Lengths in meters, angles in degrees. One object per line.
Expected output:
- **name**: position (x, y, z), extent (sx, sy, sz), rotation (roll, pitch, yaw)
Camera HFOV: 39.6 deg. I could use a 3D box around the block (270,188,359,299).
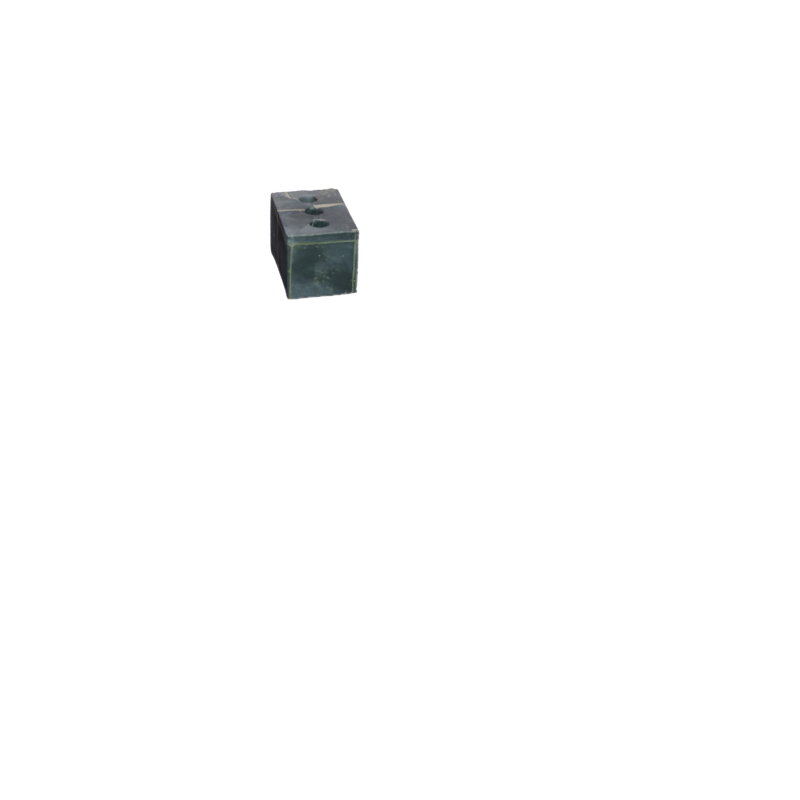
- **block**: position (-0.063, -0.115, 0.803), extent (0.052, 0.048, 0.084), rotation (-6, 32, -12)
